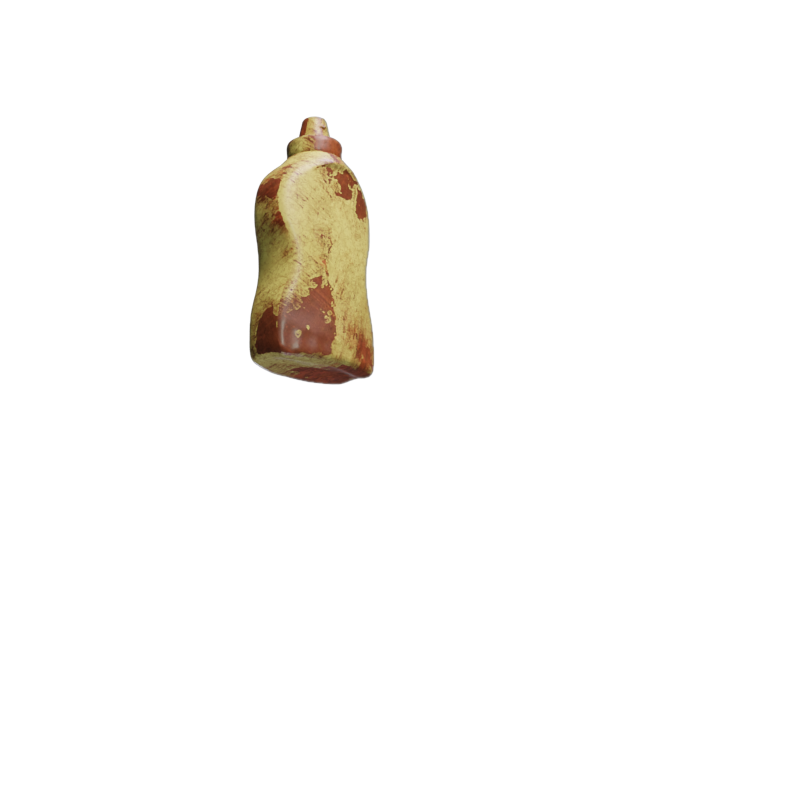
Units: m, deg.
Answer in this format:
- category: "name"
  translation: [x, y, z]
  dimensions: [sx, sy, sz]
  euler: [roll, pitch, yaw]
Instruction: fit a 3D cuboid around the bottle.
- category: "bottle"
  translation: [-0.062, -0.113, 0.791]
  dimensions: [0.090, 0.201, 0.059]
  euler: [17, -27, -42]
